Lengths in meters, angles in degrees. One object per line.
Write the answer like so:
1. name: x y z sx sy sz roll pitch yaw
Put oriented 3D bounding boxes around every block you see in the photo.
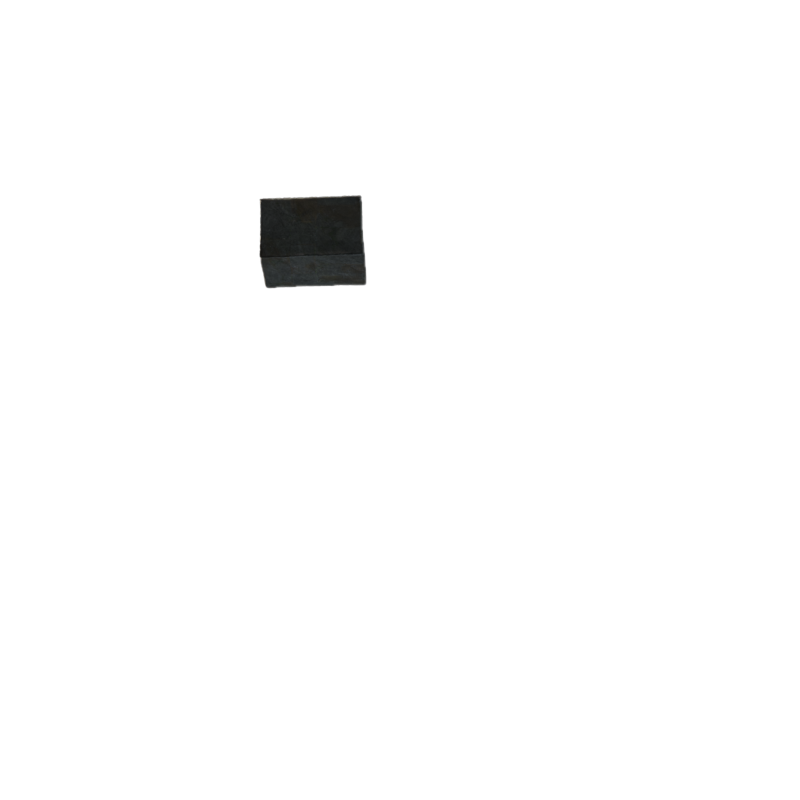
1. block: -0.065 -0.118 0.827 0.078 0.054 0.050 -1 -25 1
